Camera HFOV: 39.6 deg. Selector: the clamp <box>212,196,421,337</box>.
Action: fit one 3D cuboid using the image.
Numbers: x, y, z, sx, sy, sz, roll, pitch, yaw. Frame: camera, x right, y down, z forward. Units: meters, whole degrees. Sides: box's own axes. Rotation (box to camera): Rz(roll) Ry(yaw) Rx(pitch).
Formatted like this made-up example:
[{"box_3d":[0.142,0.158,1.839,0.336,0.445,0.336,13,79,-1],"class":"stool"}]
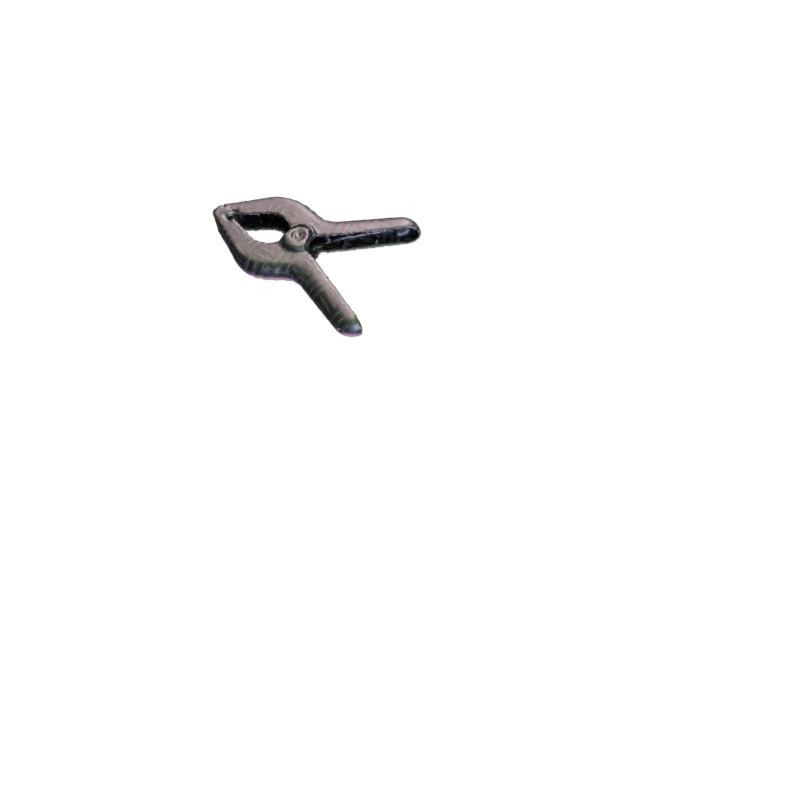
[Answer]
[{"box_3d":[-0.072,-0.131,0.915,0.180,0.036,0.123,30,57,22],"class":"clamp"}]
